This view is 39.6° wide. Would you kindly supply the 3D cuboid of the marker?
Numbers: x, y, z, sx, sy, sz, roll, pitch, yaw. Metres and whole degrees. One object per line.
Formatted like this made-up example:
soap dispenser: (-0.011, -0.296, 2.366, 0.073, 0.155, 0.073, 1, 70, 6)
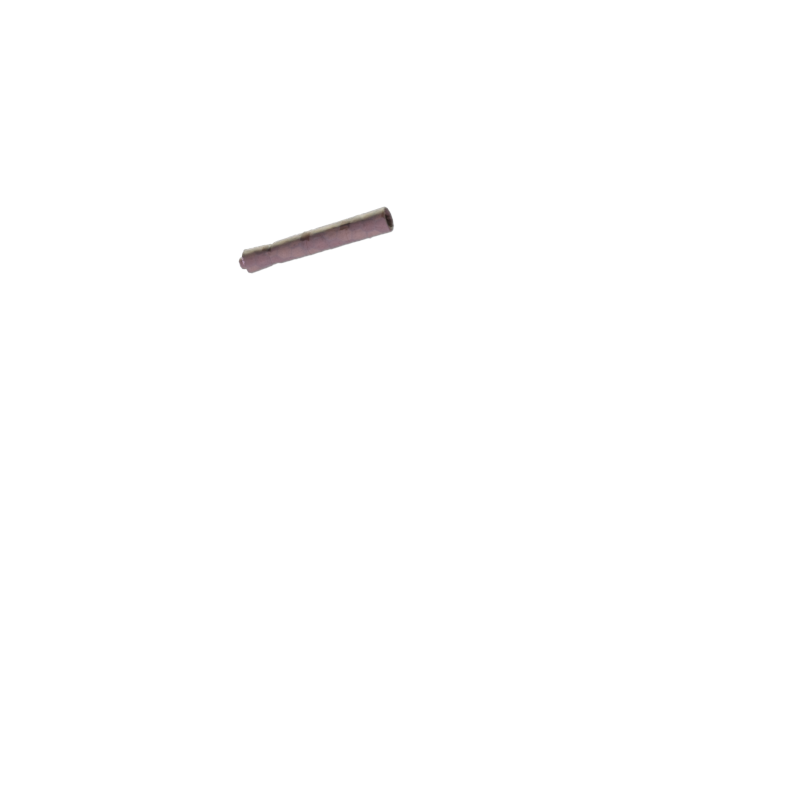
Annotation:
marker: (-0.063, -0.116, 0.810, 0.122, 0.020, 0.019, -14, -1, 21)
